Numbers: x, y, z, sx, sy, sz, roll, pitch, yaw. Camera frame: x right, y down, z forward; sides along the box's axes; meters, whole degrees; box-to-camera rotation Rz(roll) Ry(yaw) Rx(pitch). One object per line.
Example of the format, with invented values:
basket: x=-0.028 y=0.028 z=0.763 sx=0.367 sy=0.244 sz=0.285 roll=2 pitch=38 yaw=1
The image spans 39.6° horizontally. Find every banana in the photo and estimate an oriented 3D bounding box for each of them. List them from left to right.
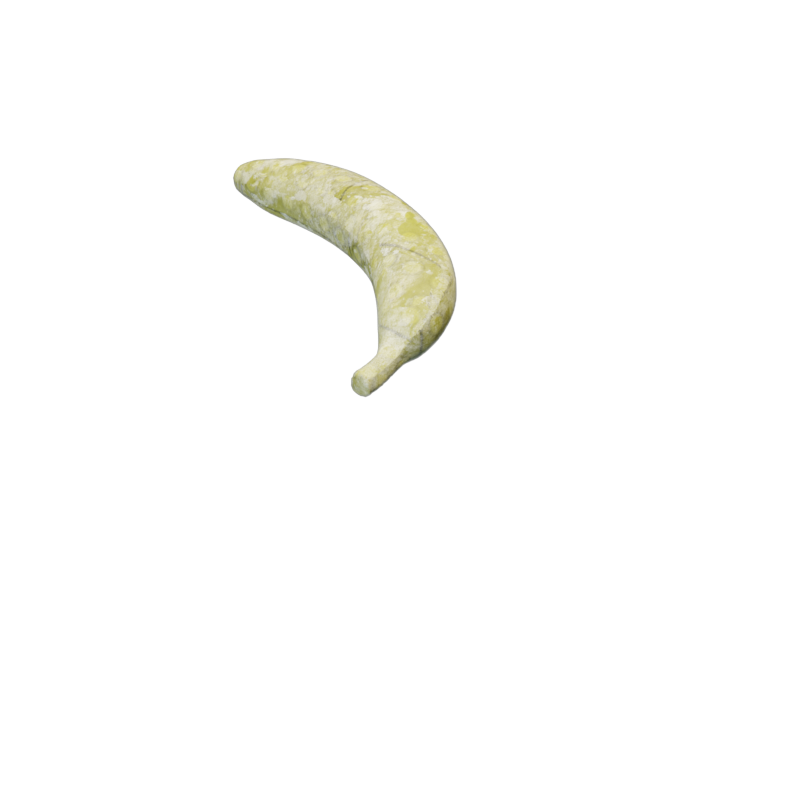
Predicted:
banana: x=-0.022 y=-0.076 z=0.524 sx=0.068 sy=0.034 sz=0.214 roll=-11 pitch=36 yaw=-17
